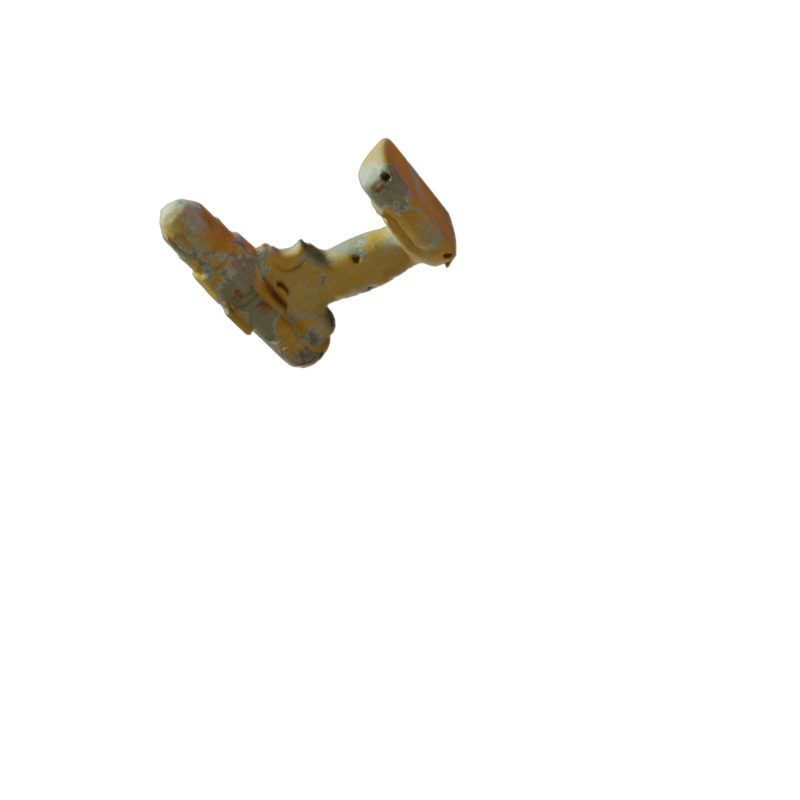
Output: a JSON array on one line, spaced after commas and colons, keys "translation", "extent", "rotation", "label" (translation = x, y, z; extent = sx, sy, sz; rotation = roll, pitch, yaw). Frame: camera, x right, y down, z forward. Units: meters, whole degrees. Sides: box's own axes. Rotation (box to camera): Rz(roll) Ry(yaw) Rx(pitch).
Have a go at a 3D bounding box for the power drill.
[{"translation": [-0.067, -0.122, 0.852], "extent": [0.187, 0.062, 0.172], "rotation": [-28, -54, 23], "label": "power drill"}]
